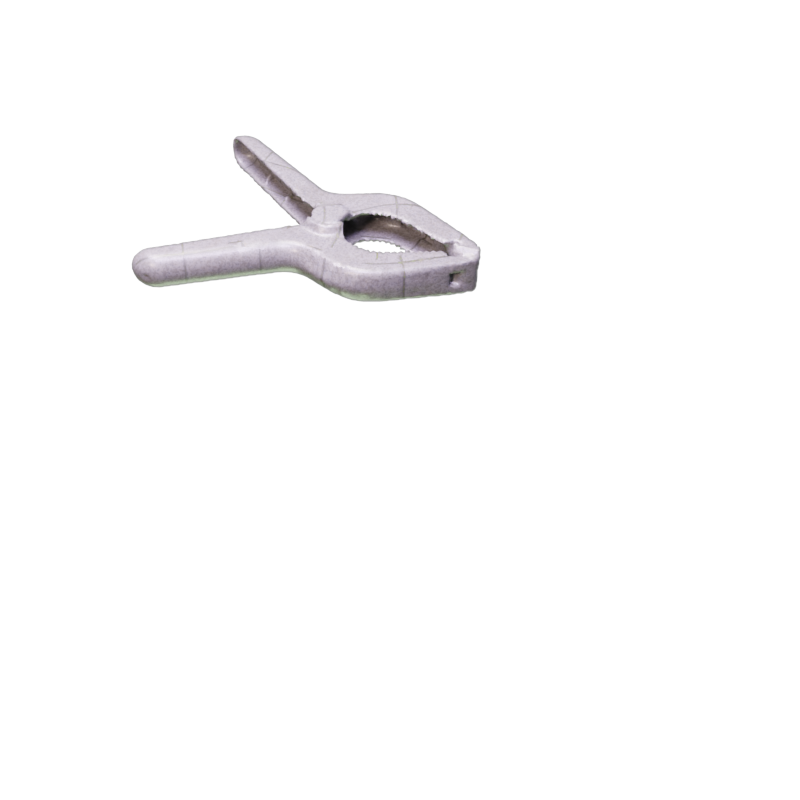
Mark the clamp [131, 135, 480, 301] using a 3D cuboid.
[{"bbox_3d":[-0.056,-0.102,0.714,0.218,0.034,0.170,19,46,19],"label":"clamp"}]
